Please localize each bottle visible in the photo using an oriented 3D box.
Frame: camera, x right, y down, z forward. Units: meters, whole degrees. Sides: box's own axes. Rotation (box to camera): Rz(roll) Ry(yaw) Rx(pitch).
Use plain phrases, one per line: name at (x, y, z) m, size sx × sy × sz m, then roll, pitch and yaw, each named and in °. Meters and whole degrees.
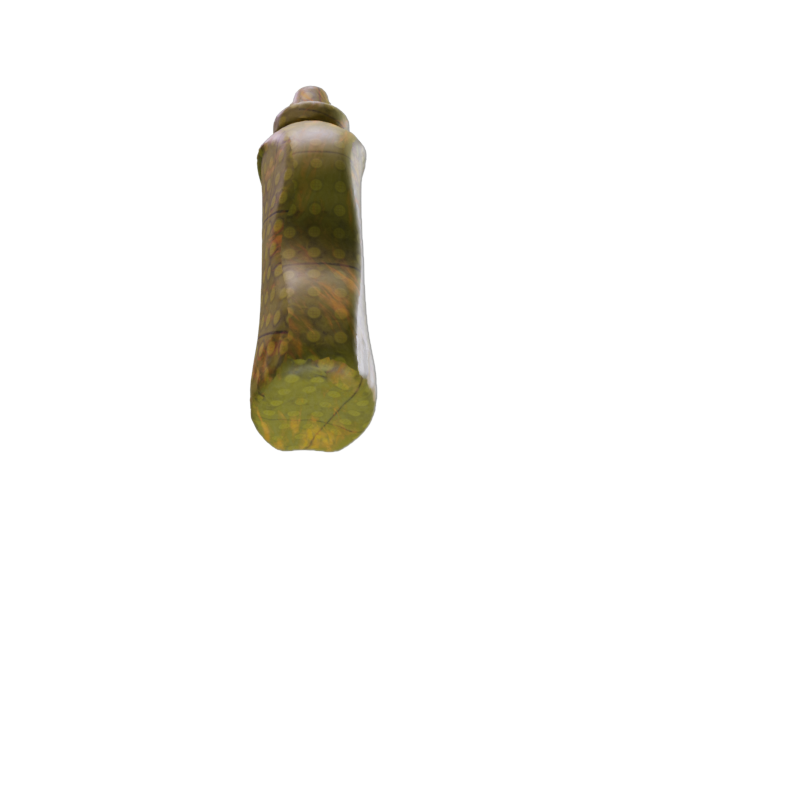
bottle at (-0.044, -0.079, 0.554) m, size 0.058 × 0.204 × 0.090 m, roll 0°, pitch -30°, yaw -5°
